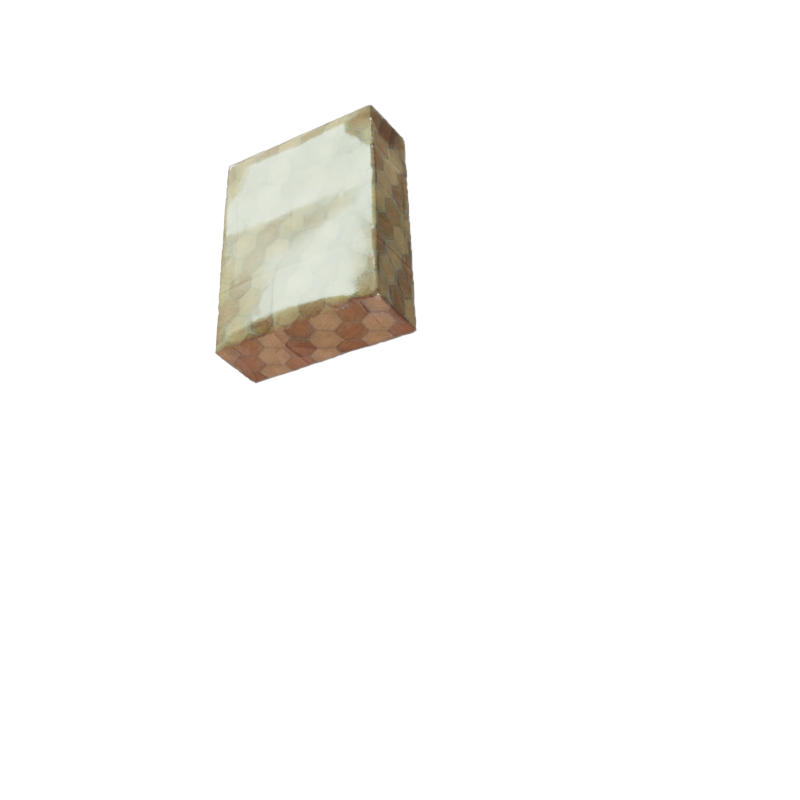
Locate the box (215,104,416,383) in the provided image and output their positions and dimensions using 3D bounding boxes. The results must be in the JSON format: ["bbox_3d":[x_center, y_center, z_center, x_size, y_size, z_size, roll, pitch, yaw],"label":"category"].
[{"bbox_3d":[-0.077,-0.140,0.984,0.166,0.229,0.066,-19,-37,24],"label":"box"}]
